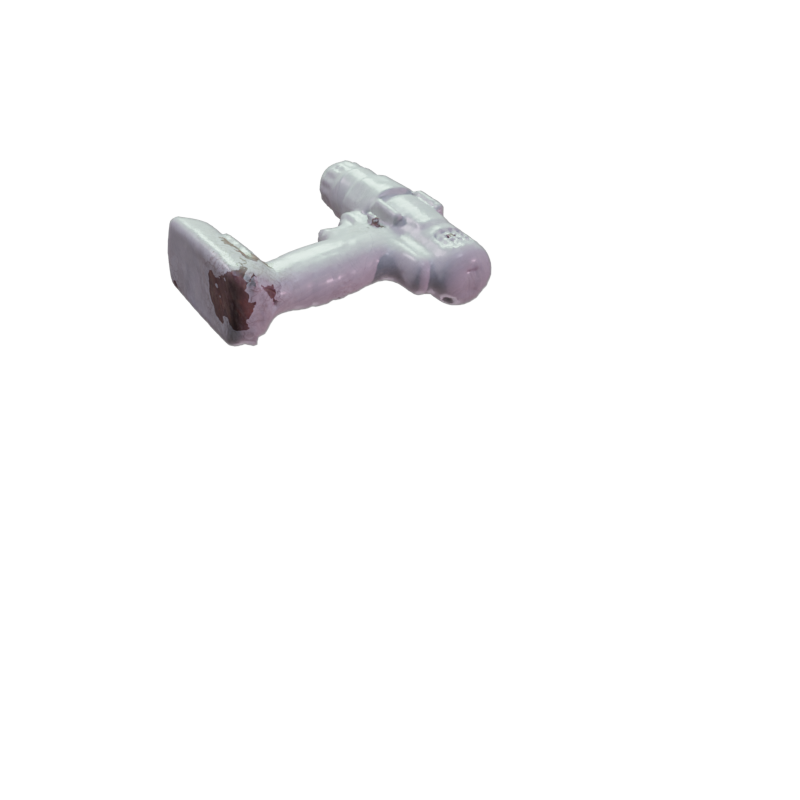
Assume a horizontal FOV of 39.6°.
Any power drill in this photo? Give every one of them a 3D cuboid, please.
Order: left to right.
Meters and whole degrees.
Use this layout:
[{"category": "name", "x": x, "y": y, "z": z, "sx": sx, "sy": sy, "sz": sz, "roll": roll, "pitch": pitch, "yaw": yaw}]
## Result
[{"category": "power drill", "x": -0.059, "y": -0.108, "z": 0.758, "sx": 0.185, "sy": 0.054, "sz": 0.199, "roll": -18, "pitch": 36, "yaw": -26}]
